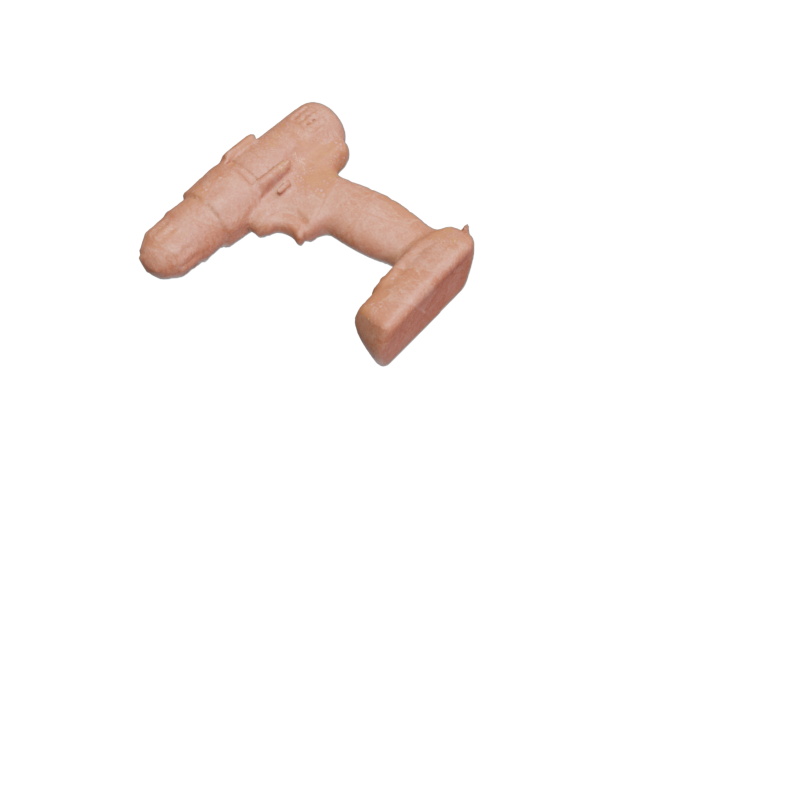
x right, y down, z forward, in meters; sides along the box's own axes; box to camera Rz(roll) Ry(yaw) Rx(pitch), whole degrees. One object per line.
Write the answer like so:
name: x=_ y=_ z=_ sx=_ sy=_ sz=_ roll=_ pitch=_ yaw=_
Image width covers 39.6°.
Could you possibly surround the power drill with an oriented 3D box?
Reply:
power drill: x=-0.059 y=-0.108 z=0.760 sx=0.197 sy=0.187 sz=0.054 roll=37 pitch=-25 yaw=20
